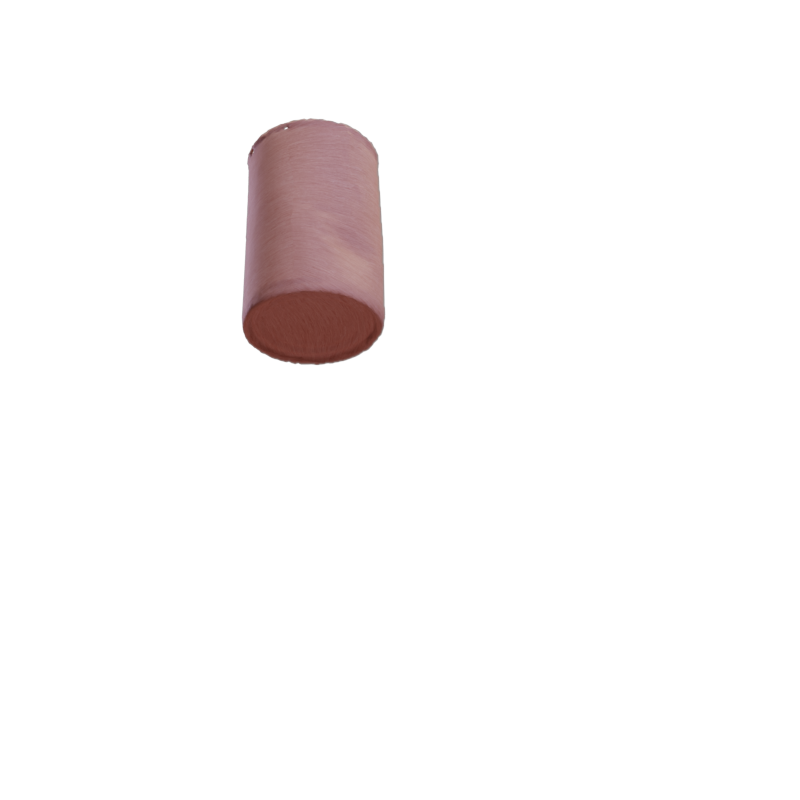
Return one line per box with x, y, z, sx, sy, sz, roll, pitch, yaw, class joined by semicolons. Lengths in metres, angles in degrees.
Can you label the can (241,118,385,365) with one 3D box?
-0.042;-0.077;0.542;0.068;0.109;0.064;-1;-33;-2;can
